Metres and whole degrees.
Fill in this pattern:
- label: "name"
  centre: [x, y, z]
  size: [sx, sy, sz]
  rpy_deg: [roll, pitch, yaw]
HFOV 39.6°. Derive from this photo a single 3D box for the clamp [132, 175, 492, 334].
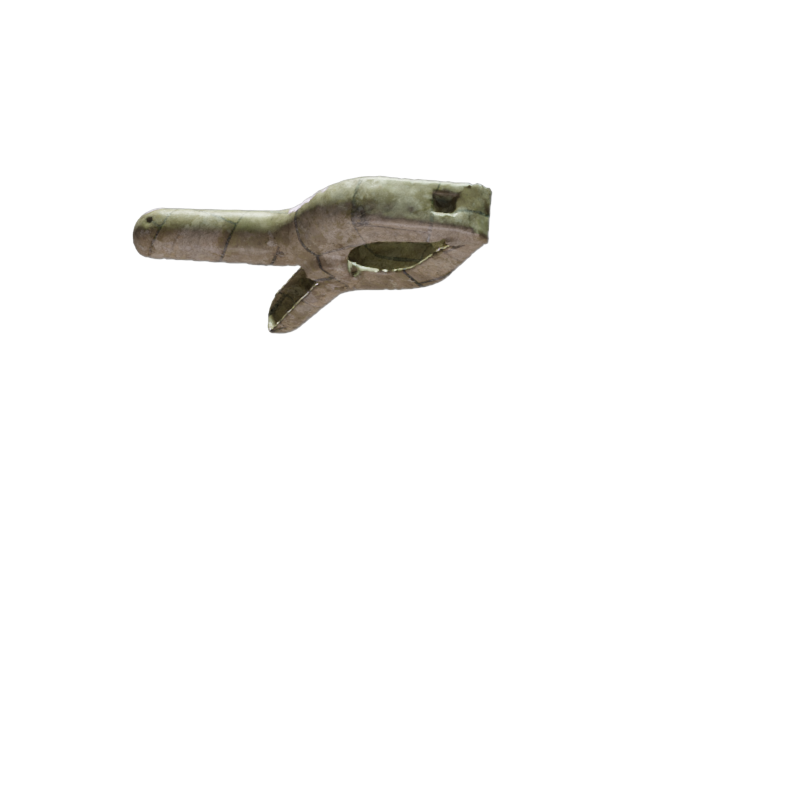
- label: "clamp"
  centre: [-0.041, -0.075, 0.529]
  size: [0.174, 0.041, 0.113]
  rpy_deg: [-16, -24, 40]
